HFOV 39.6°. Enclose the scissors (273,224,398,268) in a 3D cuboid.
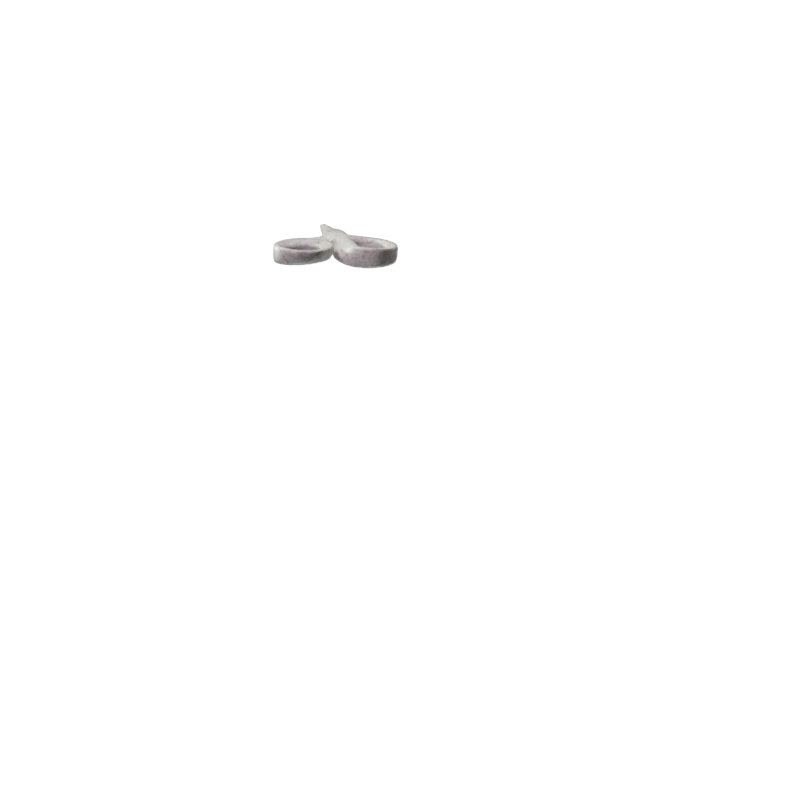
[{"bbox_3d":[-0.066,-0.120,0.844,0.094,0.015,0.211,-6,16,-21],"label":"scissors"}]
